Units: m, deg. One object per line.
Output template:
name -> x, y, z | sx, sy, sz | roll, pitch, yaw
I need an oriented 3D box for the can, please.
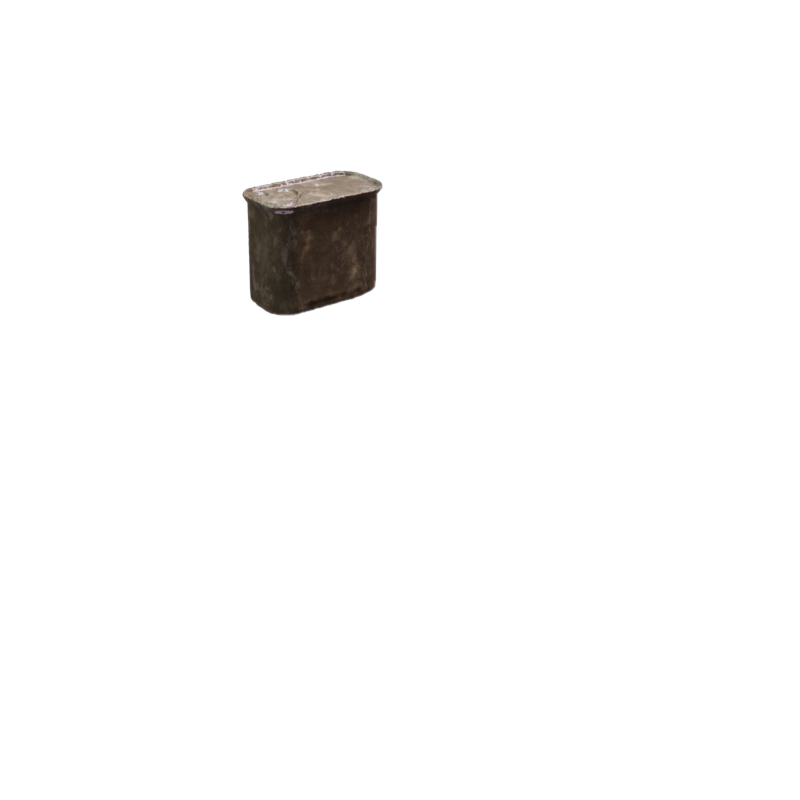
can -> -0.064, -0.116, 0.815 | 0.100, 0.080, 0.061 | -17, 29, -34
